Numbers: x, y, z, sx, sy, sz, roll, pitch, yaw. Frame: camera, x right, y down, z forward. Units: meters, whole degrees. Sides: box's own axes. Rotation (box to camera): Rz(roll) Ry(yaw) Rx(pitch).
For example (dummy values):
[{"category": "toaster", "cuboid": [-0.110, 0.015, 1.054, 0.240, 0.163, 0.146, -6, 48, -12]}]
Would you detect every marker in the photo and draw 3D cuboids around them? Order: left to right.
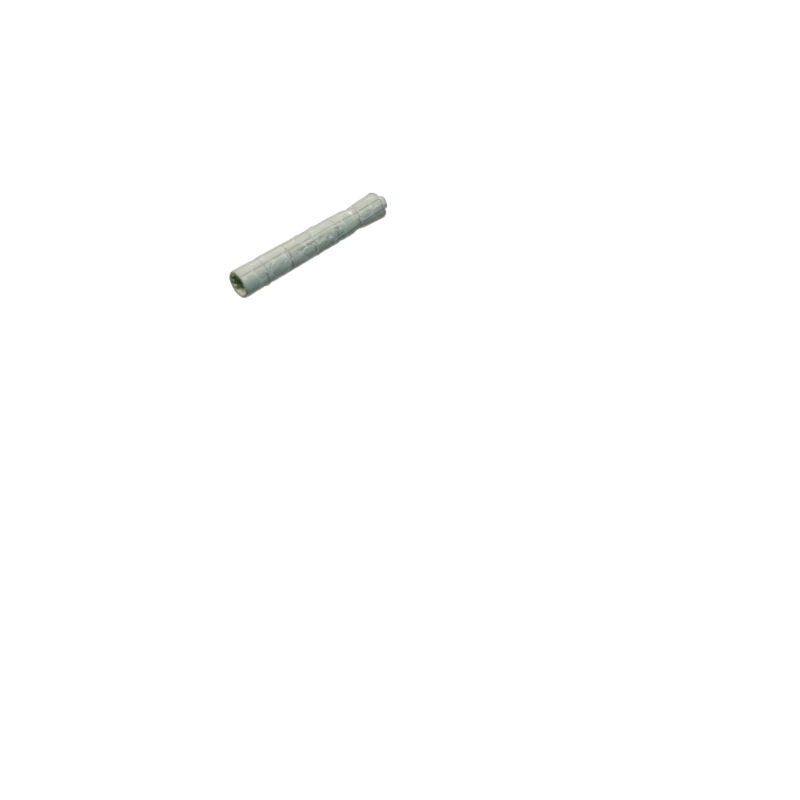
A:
[{"category": "marker", "cuboid": [-0.055, -0.101, 0.707, 0.121, 0.019, 0.021, -34, 21, -28]}]
